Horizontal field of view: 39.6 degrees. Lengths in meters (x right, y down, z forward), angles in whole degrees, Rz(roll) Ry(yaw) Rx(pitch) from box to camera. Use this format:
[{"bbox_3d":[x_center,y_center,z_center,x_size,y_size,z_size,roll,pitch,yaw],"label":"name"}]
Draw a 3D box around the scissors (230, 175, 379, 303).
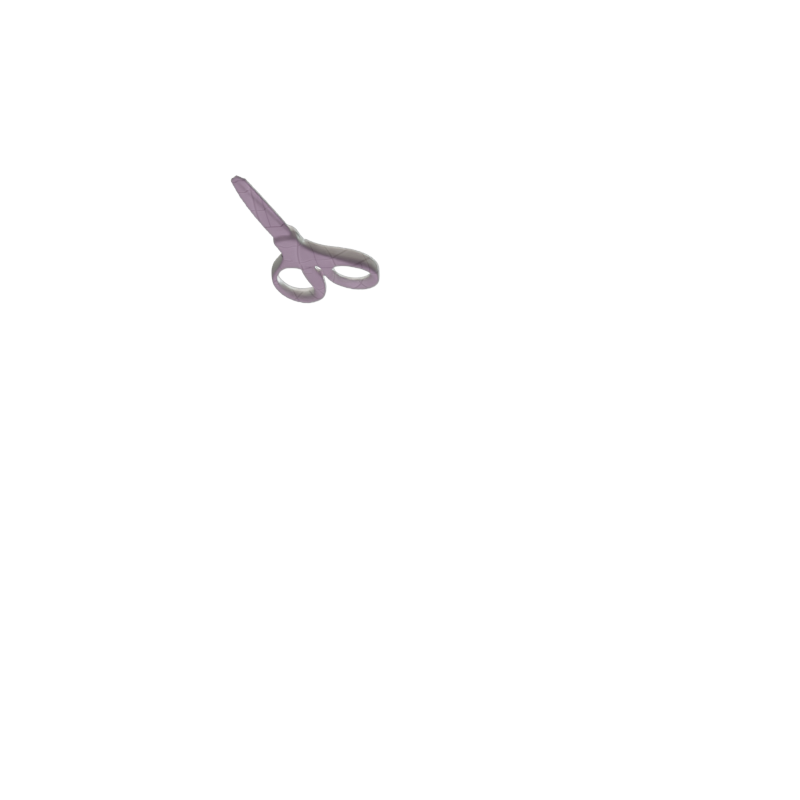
[{"bbox_3d":[-0.065,-0.119,0.836,0.096,0.017,0.191,-1,-20,1],"label":"scissors"}]
